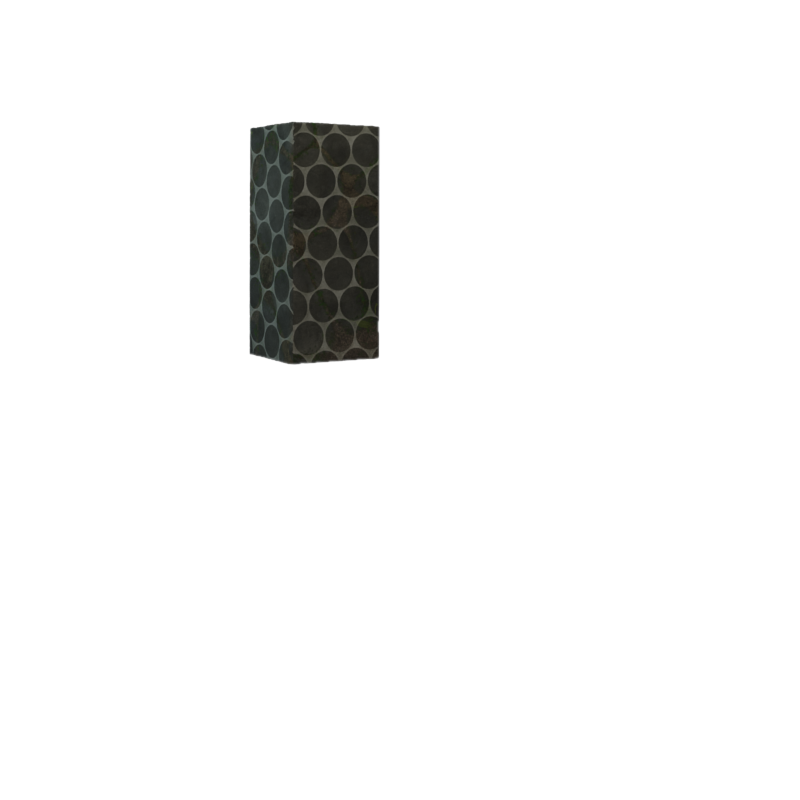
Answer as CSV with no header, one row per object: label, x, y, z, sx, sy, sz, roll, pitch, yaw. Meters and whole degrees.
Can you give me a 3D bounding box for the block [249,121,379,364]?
block,-0.078,-0.142,0.996,0.088,0.205,0.094,-1,3,-31
